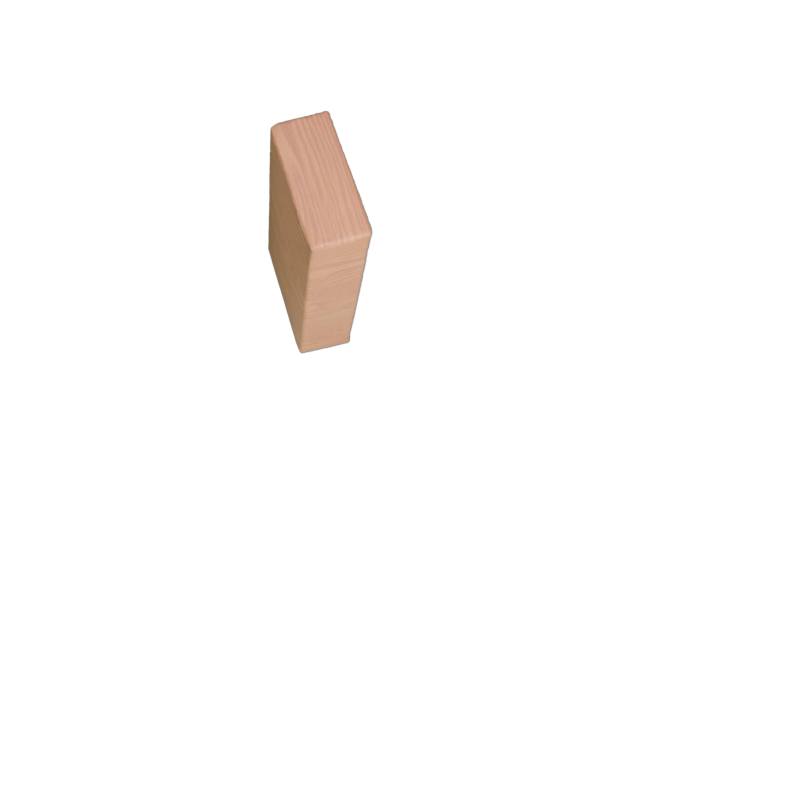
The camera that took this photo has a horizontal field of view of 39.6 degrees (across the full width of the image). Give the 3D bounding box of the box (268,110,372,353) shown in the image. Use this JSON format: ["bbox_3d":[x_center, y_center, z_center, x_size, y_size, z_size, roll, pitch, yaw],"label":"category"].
[{"bbox_3d":[-0.059,-0.106,0.744,0.048,0.099,0.168,-15,-19,-9],"label":"box"}]
